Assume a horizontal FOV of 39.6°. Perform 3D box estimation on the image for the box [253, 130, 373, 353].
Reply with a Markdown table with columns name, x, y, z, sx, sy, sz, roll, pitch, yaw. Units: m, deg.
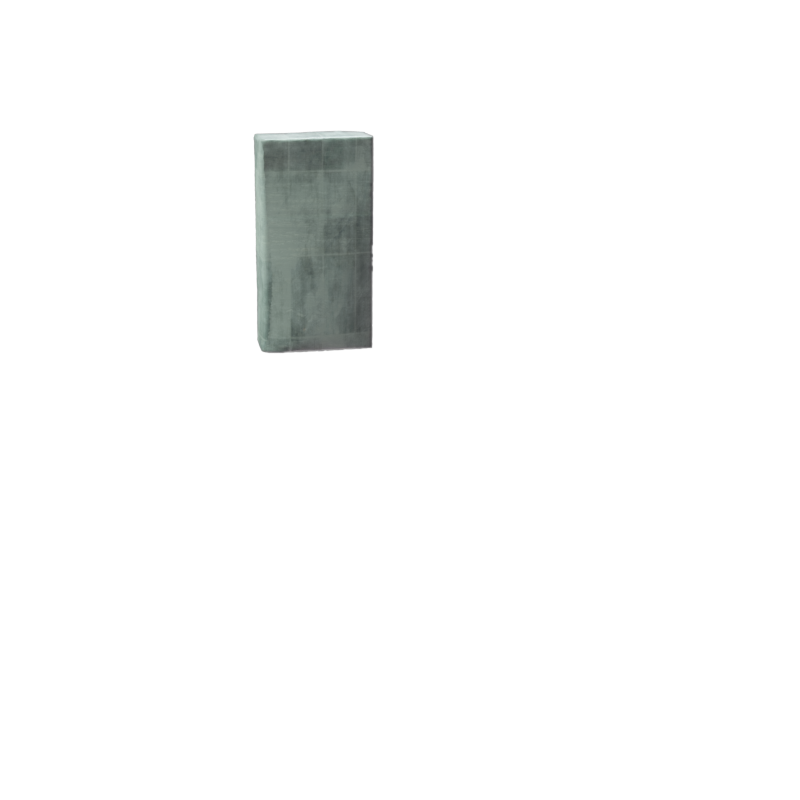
| name | x | y | z | sx | sy | sz | roll | pitch | yaw |
| --- | --- | --- | --- | --- | --- | --- | --- | --- | --- |
| box | -0.070 | -0.128 | 0.898 | 0.092 | 0.172 | 0.050 | -2 | 12 | -13 |
